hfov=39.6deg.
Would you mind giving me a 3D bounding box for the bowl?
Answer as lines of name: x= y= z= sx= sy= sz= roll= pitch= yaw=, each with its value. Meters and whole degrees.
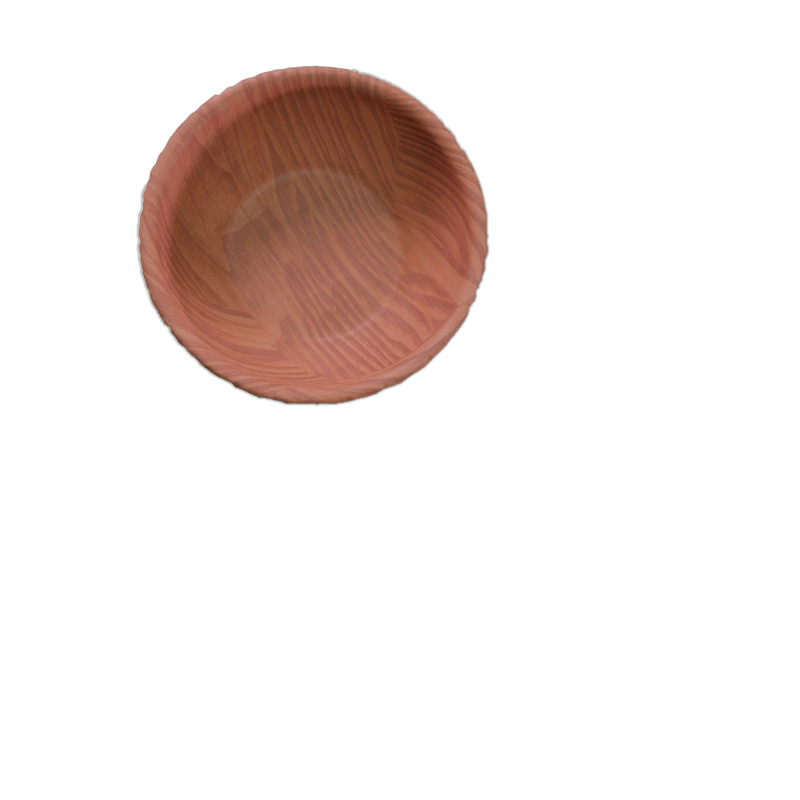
bowl: x=-0.042 y=-0.077 z=0.536 sx=0.162 sy=0.167 sz=0.053 roll=0 pitch=-12 yaw=-1
